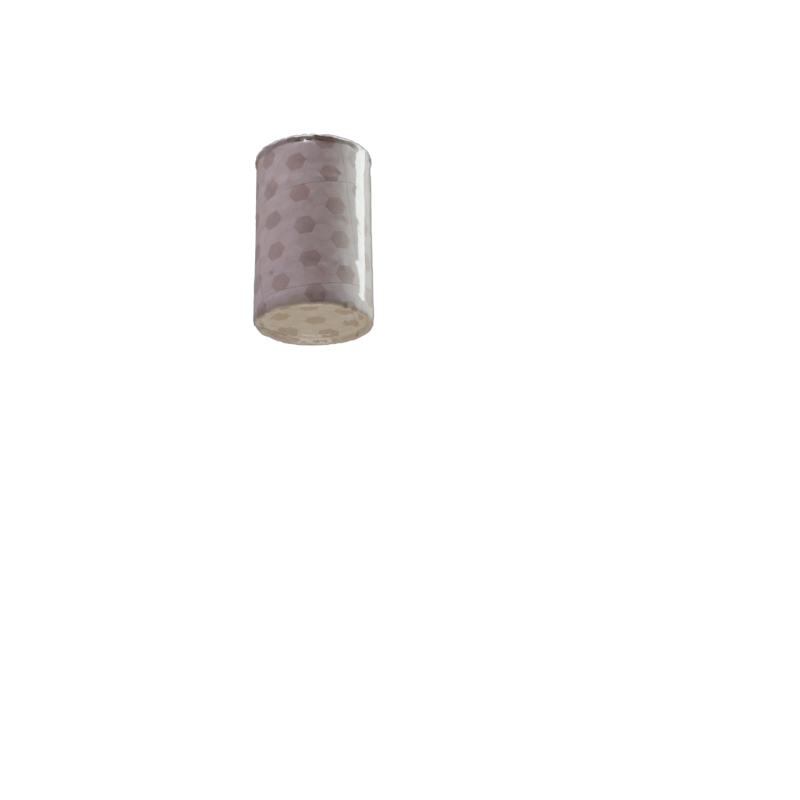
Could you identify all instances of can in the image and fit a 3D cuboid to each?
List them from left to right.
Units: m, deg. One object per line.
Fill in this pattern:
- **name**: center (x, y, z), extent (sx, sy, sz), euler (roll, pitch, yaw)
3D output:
- **can**: center (-0.049, -0.089, 0.625), extent (0.068, 0.108, 0.065), euler (0, -22, -2)
